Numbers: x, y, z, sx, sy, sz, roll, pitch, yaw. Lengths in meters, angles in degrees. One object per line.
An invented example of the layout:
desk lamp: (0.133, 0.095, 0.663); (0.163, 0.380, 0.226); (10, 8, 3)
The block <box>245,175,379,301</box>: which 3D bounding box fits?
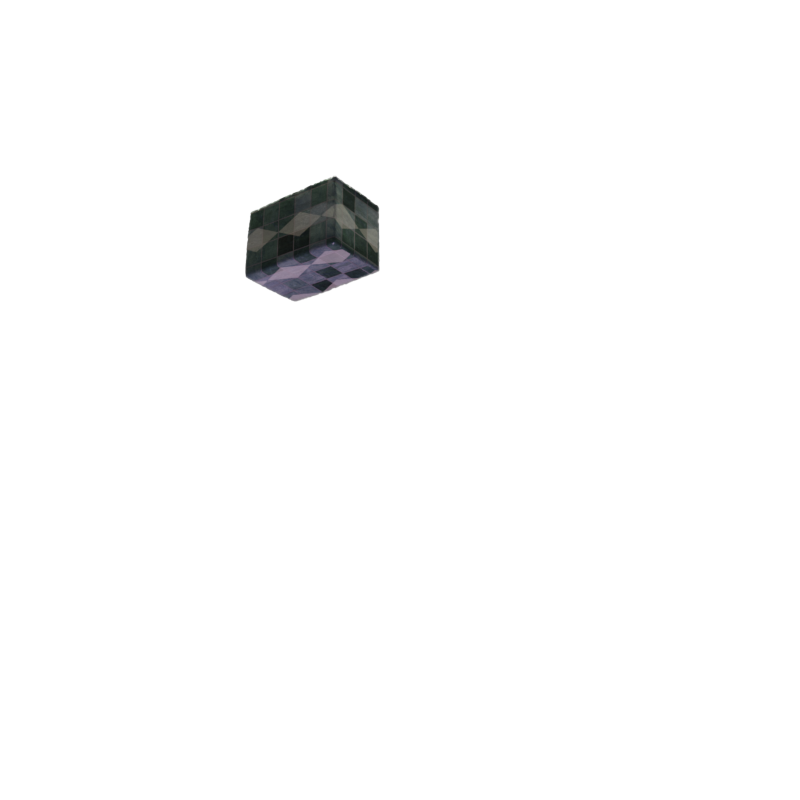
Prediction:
block: (-0.059, -0.108, 0.754); (0.079, 0.054, 0.049); (-17, -30, 32)
